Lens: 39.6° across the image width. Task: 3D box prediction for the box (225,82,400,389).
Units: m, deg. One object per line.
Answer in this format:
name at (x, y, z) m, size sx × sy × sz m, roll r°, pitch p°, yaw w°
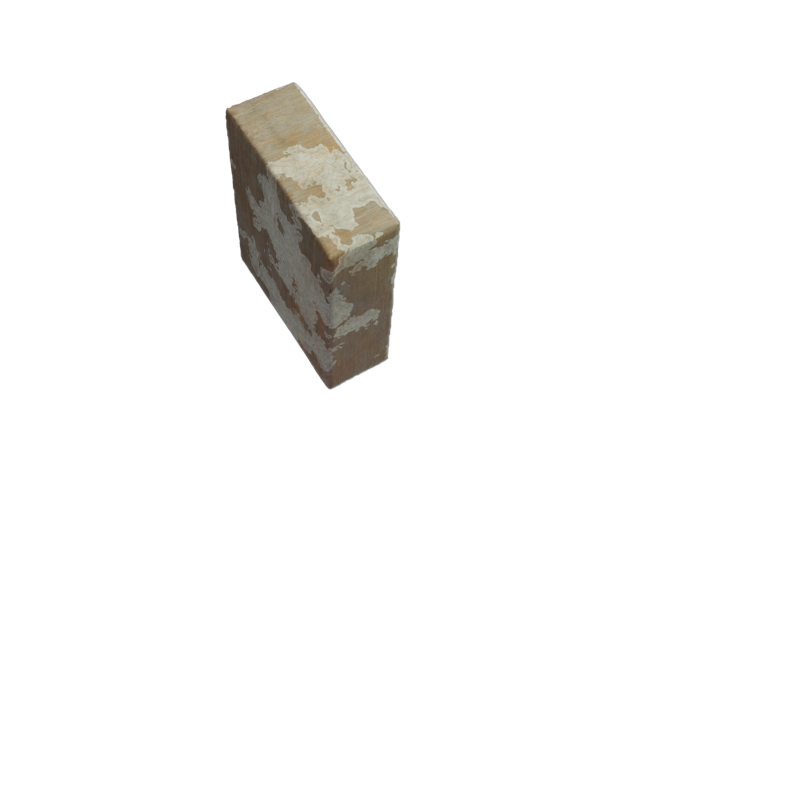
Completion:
box at (-0.072, -0.131, 0.917) m, size 0.072 × 0.175 × 0.201 m, roll -26°, pitch -25°, yaw -17°
